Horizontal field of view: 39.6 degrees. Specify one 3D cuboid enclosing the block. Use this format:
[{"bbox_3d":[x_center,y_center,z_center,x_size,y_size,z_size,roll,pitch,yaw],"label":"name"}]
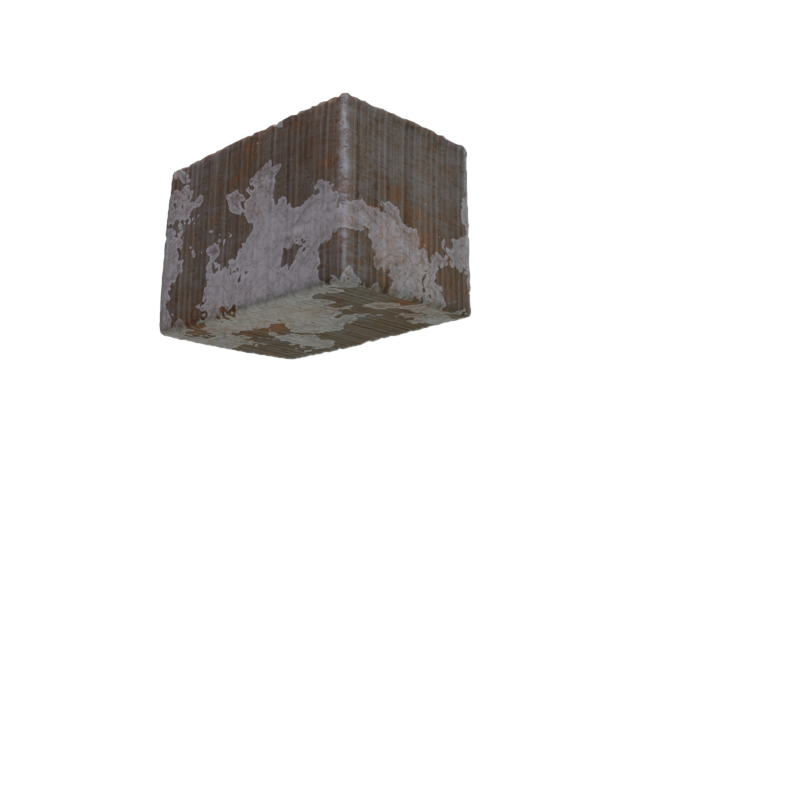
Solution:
[{"bbox_3d":[-0.025,-0.046,0.321,0.079,0.053,0.050,-13,-19,42],"label":"block"}]
